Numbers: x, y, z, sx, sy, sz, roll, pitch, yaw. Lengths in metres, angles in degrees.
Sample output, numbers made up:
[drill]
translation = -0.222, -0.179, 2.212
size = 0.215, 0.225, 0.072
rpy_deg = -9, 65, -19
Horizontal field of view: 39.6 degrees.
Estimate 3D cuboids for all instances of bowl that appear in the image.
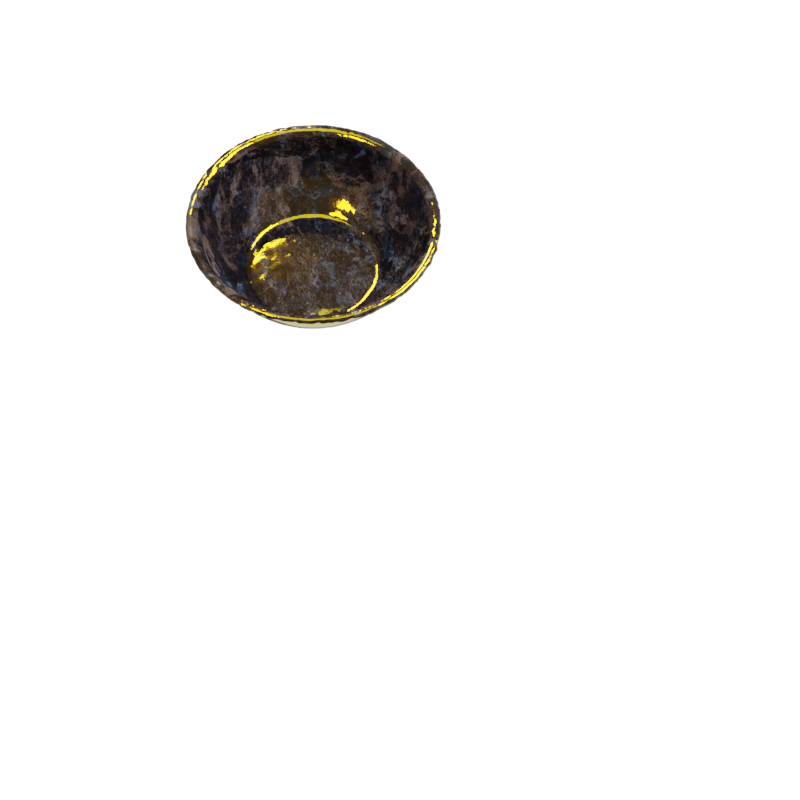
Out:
[bowl]
translation = -0.057, -0.103, 0.723
size = 0.162, 0.174, 0.051
rpy_deg = -1, -35, -1
